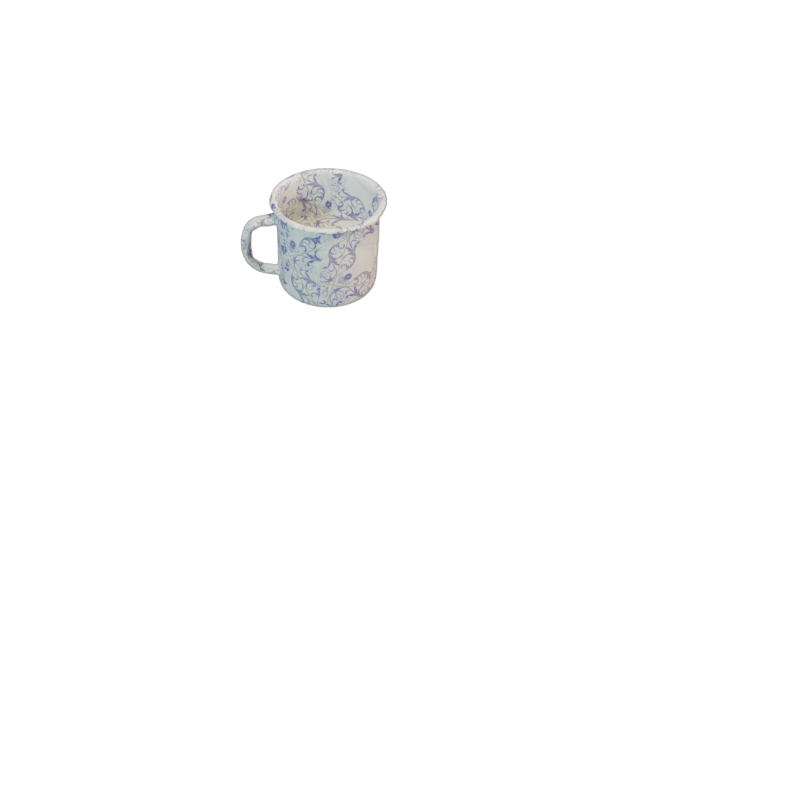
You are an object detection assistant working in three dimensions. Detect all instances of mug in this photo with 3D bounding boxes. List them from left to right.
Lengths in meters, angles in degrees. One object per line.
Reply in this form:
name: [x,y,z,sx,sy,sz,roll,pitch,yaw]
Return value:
mug: [-0.070,-0.128,0.894,0.116,0.076,0.101,-8,40,-10]
